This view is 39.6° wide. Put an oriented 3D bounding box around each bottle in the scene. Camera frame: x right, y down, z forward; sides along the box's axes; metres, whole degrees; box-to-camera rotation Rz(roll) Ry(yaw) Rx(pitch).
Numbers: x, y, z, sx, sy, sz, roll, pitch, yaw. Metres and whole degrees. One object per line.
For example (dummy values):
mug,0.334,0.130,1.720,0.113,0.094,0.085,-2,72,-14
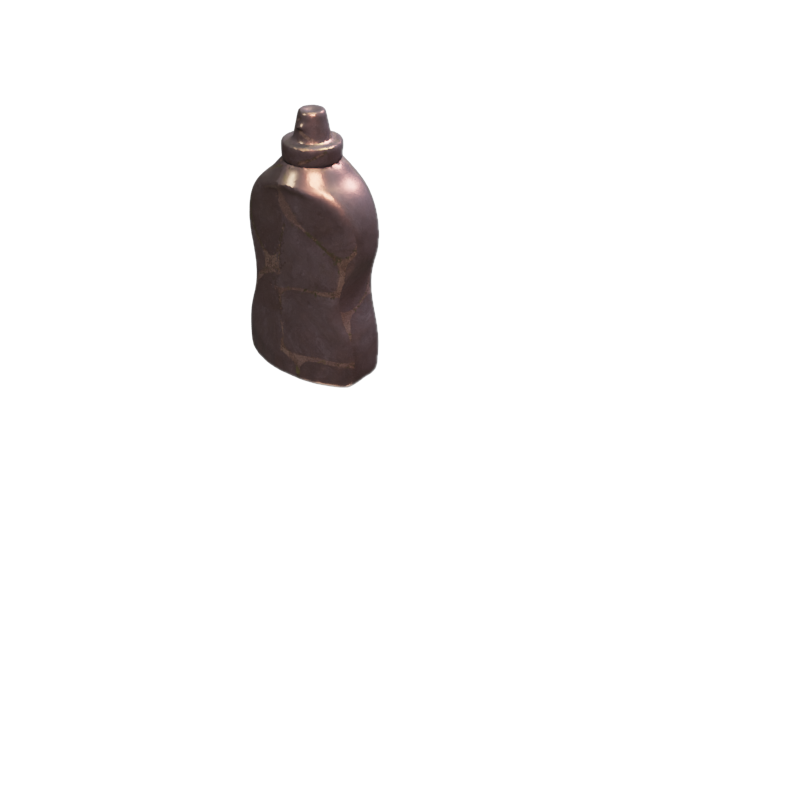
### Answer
bottle,-0.060,-0.108,0.757,0.102,0.181,0.058,23,34,34
